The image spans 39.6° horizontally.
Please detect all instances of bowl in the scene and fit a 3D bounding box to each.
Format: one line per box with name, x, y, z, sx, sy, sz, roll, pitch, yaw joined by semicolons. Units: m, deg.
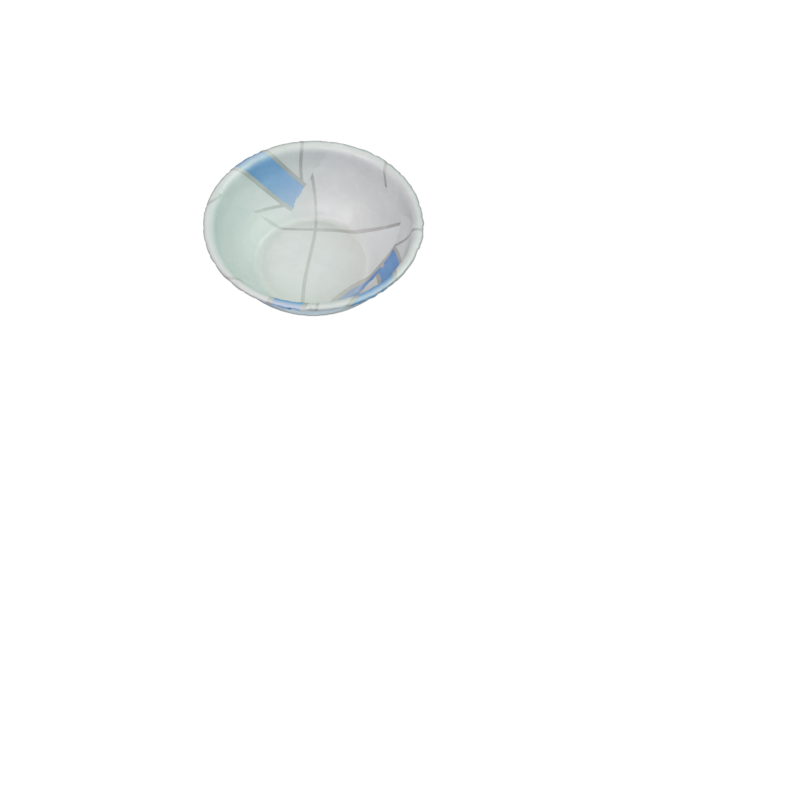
bowl;-0.065;-0.118;0.830;0.162;0.174;0.051;-1;-35;-1
